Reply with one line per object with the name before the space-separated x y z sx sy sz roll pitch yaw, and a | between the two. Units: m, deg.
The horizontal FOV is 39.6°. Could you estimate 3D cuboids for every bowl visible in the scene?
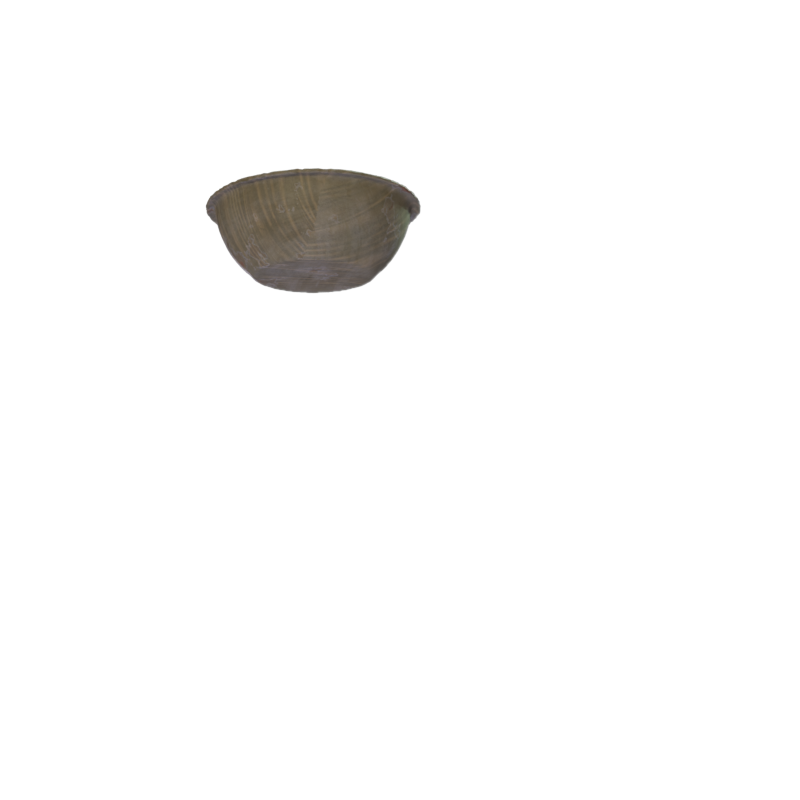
bowl | -0.065 -0.118 0.828 0.162 0.057 0.157 0 -11 -2
